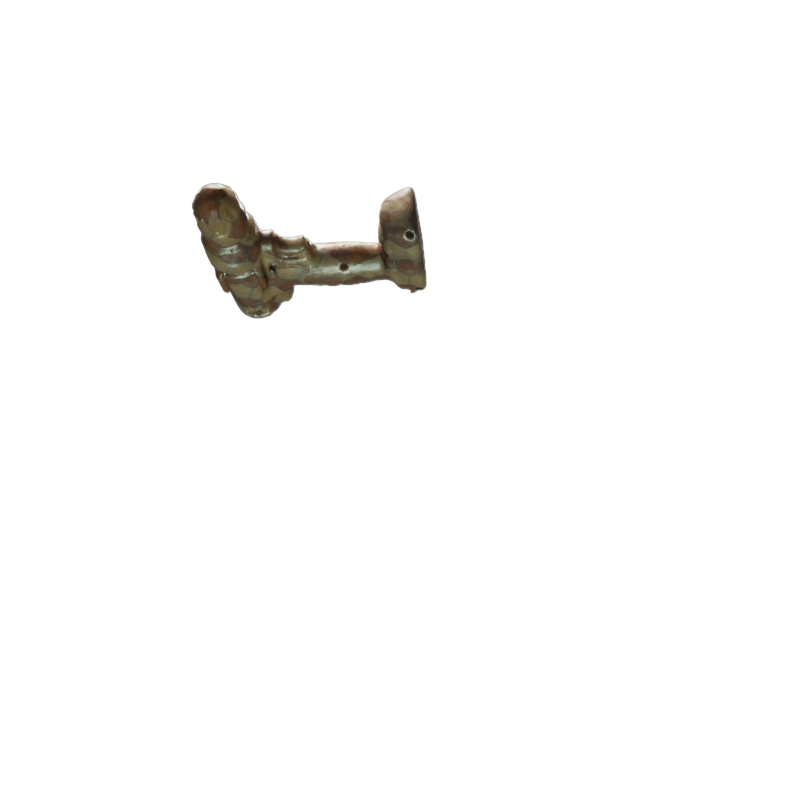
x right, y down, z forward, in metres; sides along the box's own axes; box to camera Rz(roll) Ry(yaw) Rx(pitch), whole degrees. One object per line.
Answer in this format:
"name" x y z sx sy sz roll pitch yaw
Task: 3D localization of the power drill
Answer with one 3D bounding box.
"power drill" -0.075 -0.138 0.964 0.189 0.061 0.172 -4 -26 8
